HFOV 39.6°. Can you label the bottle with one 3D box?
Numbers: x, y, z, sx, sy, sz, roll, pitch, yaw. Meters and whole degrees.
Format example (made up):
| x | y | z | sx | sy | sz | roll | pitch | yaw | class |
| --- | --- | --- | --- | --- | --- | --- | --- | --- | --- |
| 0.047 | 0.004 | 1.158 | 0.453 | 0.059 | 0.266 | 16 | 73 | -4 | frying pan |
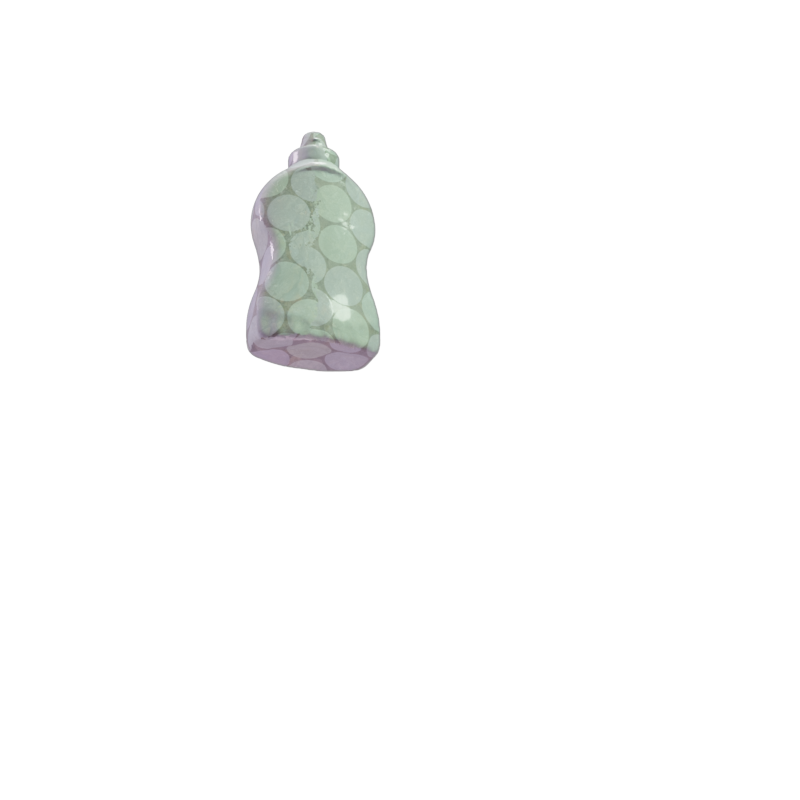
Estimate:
| x | y | z | sx | sy | sz | roll | pitch | yaw | class |
| --- | --- | --- | --- | --- | --- | --- | --- | --- | --- |
| -0.066 | -0.121 | 0.844 | 0.094 | 0.203 | 0.056 | 7 | -29 | -17 | bottle |
